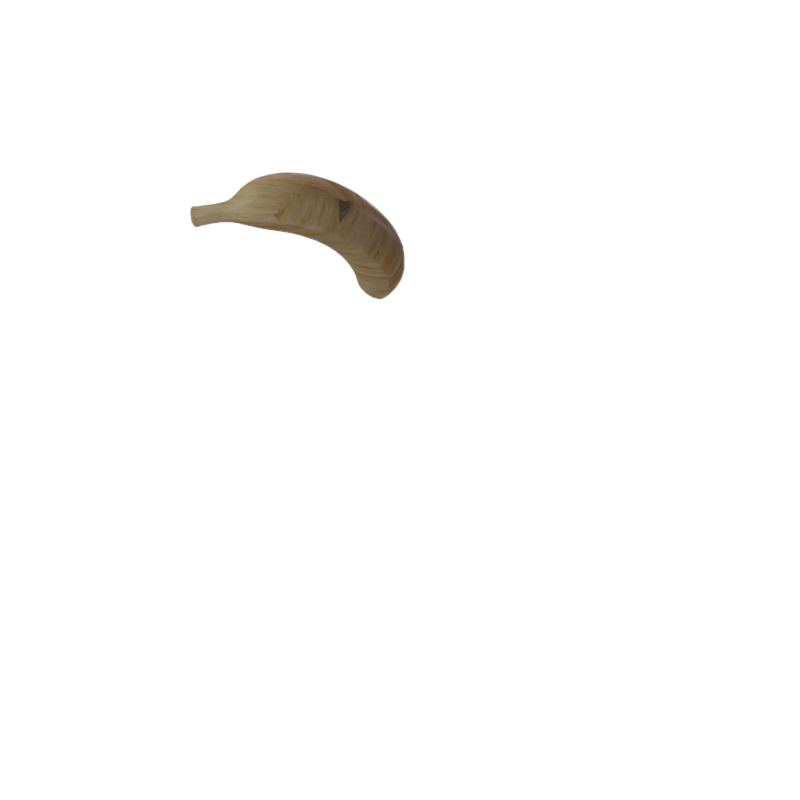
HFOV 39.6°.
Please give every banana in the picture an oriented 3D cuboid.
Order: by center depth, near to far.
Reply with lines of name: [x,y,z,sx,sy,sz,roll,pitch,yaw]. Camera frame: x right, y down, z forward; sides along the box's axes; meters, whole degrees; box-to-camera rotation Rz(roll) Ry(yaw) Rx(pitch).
banana: [-0.042,-0.104,0.693,0.071,0.038,0.186,-11,-17,33]
